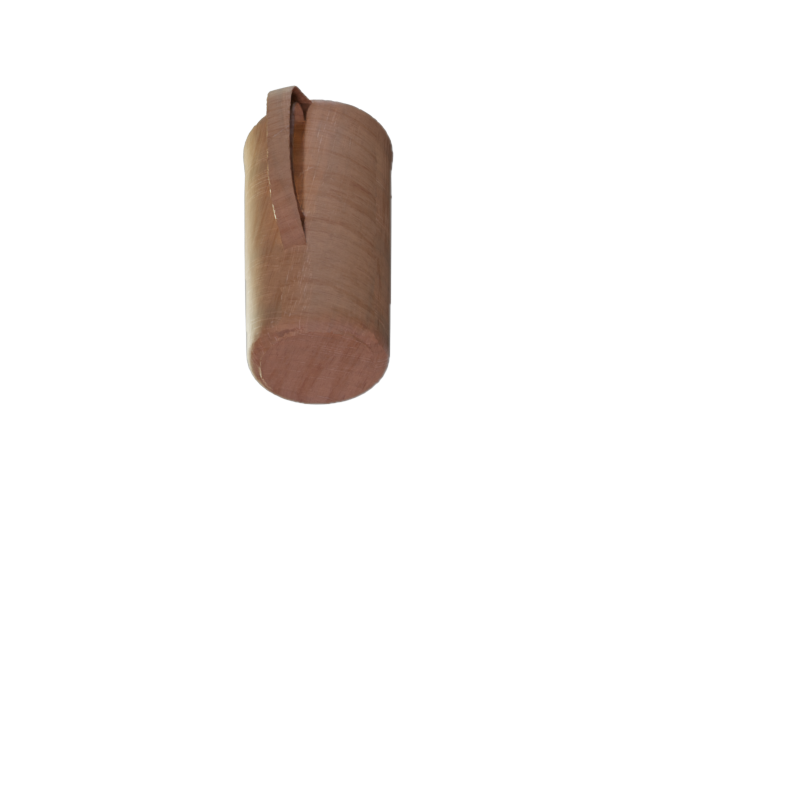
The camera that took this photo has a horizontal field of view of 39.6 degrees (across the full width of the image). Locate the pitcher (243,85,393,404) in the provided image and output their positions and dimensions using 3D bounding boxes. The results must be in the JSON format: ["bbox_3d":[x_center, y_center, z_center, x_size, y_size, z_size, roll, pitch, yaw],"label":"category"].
[{"bbox_3d":[-0.070,-0.128,0.899,0.143,0.261,0.141,19,-45,-24],"label":"pitcher"}]
